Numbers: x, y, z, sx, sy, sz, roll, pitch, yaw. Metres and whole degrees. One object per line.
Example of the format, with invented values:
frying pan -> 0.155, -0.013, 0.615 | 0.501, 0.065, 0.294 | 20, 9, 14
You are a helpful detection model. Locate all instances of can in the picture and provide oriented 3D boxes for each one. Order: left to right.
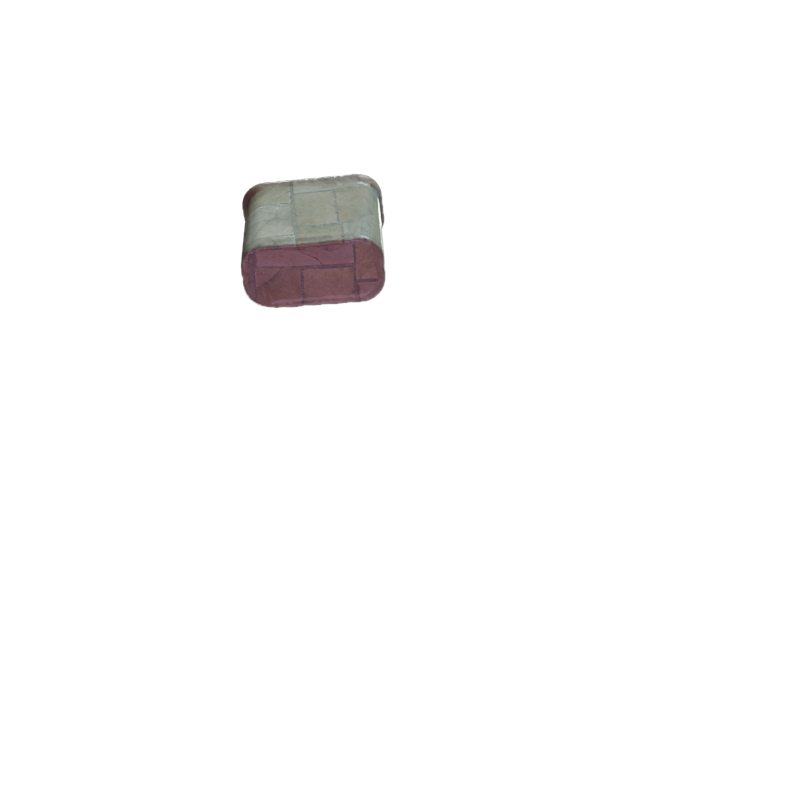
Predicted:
can -> -0.060, -0.110, 0.773 | 0.102, 0.054, 0.090 | -5, 37, 2
